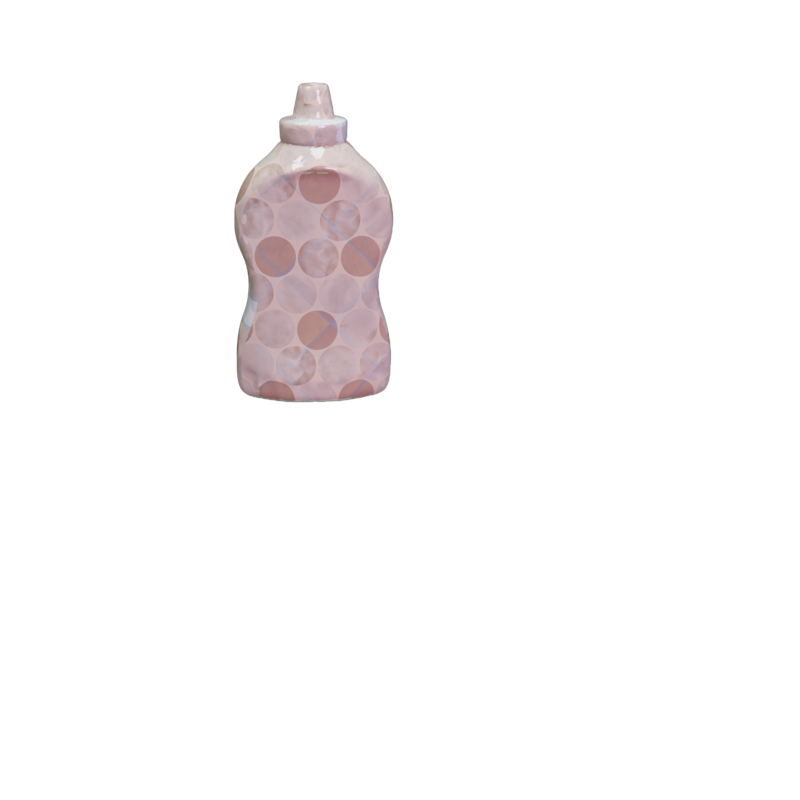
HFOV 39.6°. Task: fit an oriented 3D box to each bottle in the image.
[{"bbox_3d":[-0.053,-0.097,0.676,0.096,0.184,0.061,0,17,-3],"label":"bottle"}]
